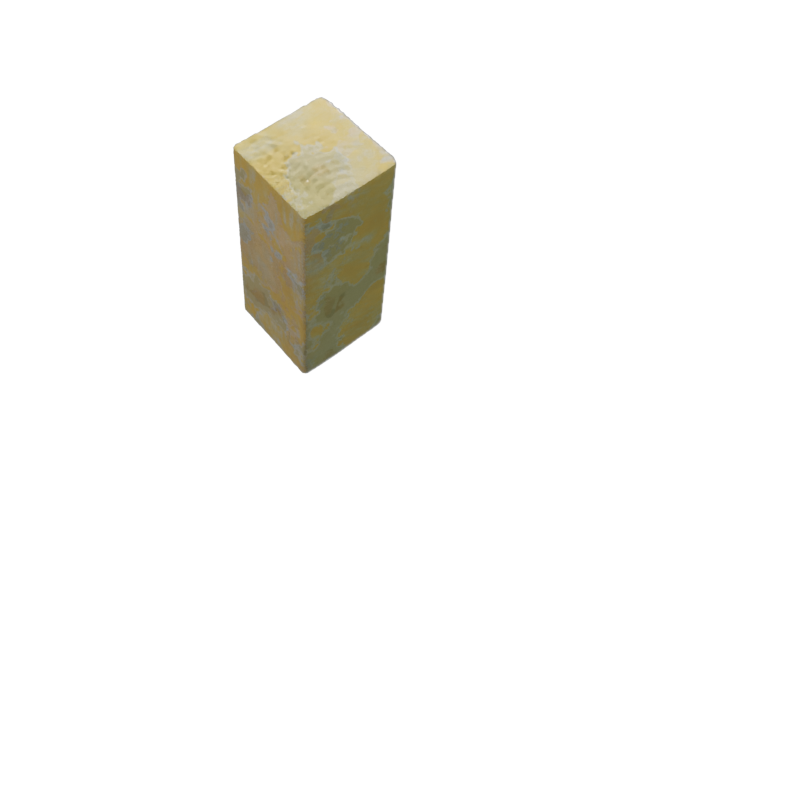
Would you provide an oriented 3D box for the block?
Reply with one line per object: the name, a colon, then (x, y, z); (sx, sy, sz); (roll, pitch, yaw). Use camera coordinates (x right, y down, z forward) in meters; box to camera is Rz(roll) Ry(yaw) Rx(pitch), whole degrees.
block: (-0.069, -0.127, 0.891); (0.090, 0.096, 0.193); (-34, -26, -23)
